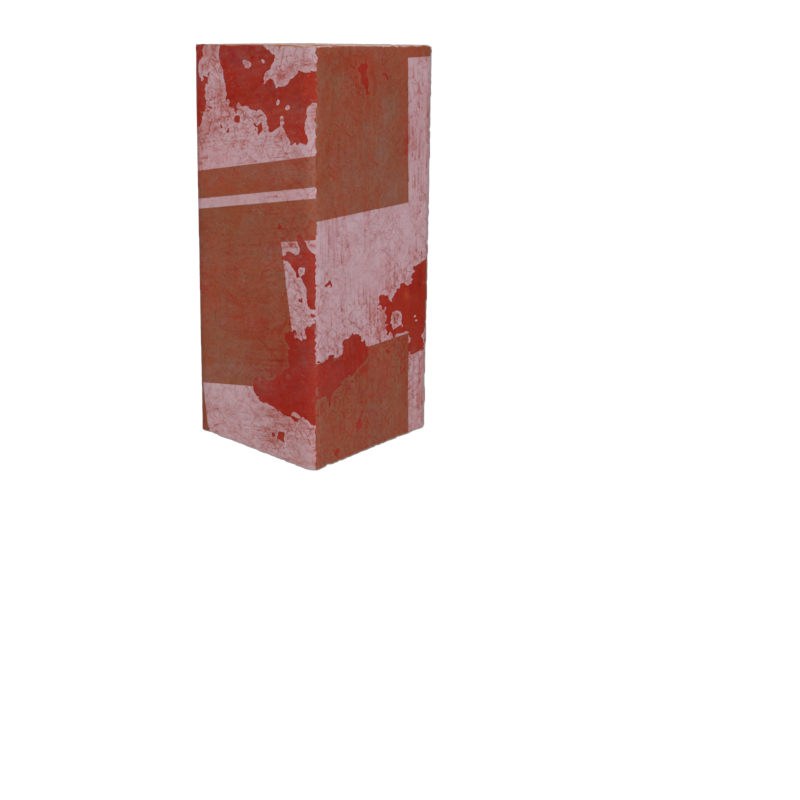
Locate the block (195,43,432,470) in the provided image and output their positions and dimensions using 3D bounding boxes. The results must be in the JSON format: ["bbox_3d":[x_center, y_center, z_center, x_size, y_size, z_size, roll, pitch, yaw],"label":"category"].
[{"bbox_3d":[-0.046,-0.084,0.586,0.095,0.200,0.089,12,17,40],"label":"block"}]
